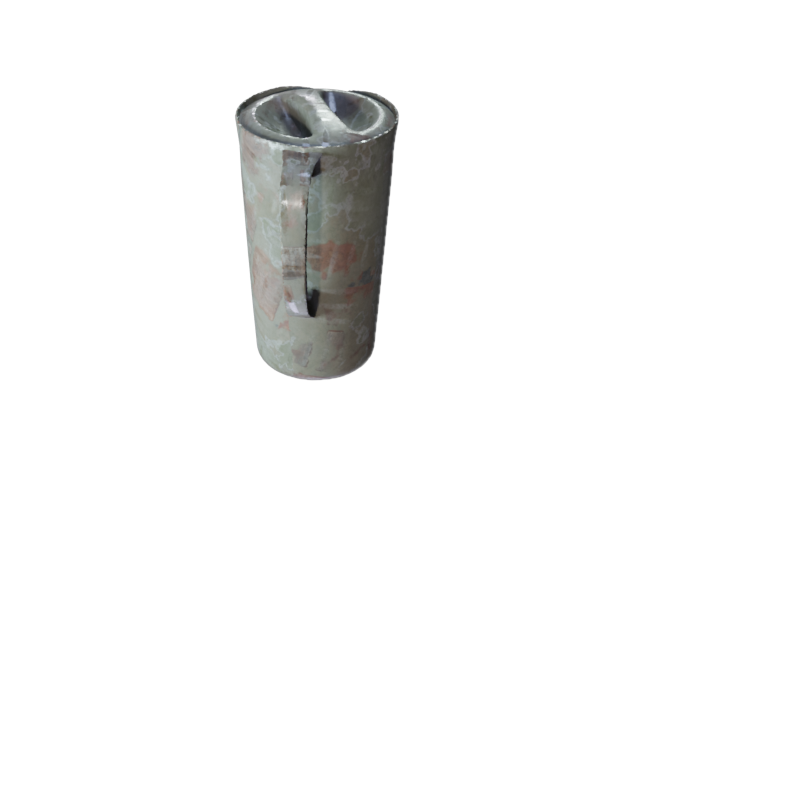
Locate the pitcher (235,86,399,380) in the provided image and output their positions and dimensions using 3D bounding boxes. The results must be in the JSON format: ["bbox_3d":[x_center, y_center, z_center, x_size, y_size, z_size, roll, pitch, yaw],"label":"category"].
[{"bbox_3d":[-0.074,-0.136,0.949,0.148,0.228,0.156,-22,39,-32],"label":"pitcher"}]
